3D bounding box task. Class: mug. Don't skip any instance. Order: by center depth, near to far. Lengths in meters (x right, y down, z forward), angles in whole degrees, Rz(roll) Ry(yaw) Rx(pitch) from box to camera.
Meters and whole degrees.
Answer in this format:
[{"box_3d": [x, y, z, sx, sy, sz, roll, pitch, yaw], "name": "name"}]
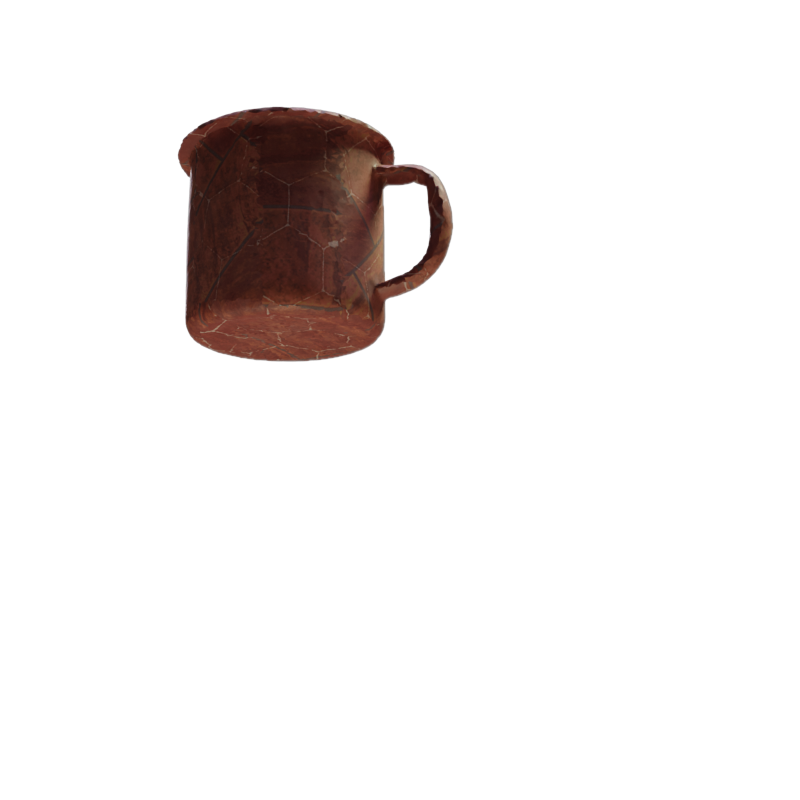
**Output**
[{"box_3d": [-0.036, -0.065, 0.458, 0.119, 0.085, 0.088, -5, -18, 15], "name": "mug"}]
